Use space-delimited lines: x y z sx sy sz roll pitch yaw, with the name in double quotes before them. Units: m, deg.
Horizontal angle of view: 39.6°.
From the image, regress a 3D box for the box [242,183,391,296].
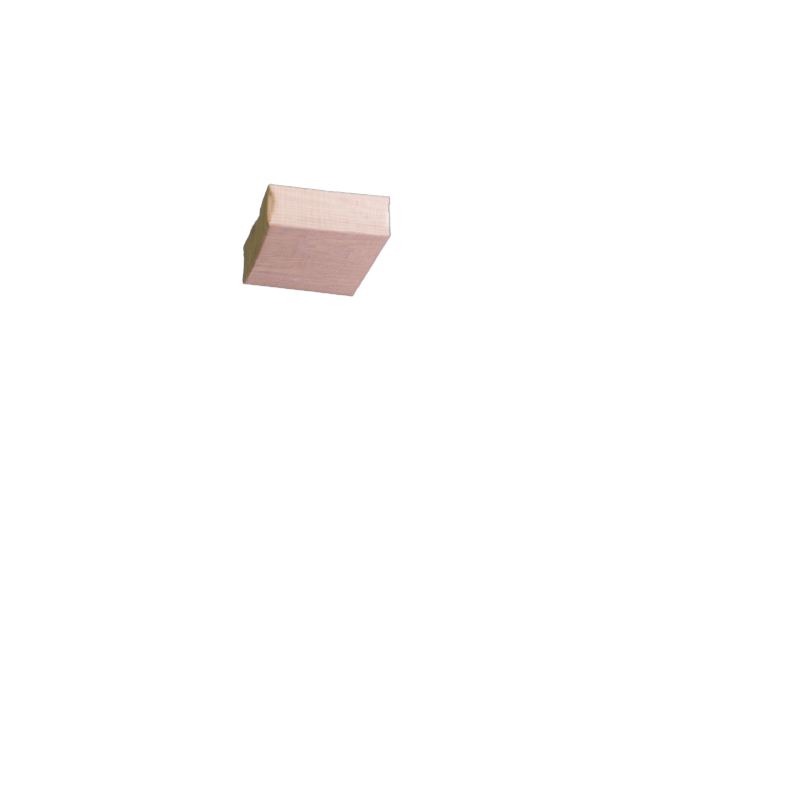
"box" -0.053 -0.096 0.671 0.072 0.032 0.086 5 -21 -14
